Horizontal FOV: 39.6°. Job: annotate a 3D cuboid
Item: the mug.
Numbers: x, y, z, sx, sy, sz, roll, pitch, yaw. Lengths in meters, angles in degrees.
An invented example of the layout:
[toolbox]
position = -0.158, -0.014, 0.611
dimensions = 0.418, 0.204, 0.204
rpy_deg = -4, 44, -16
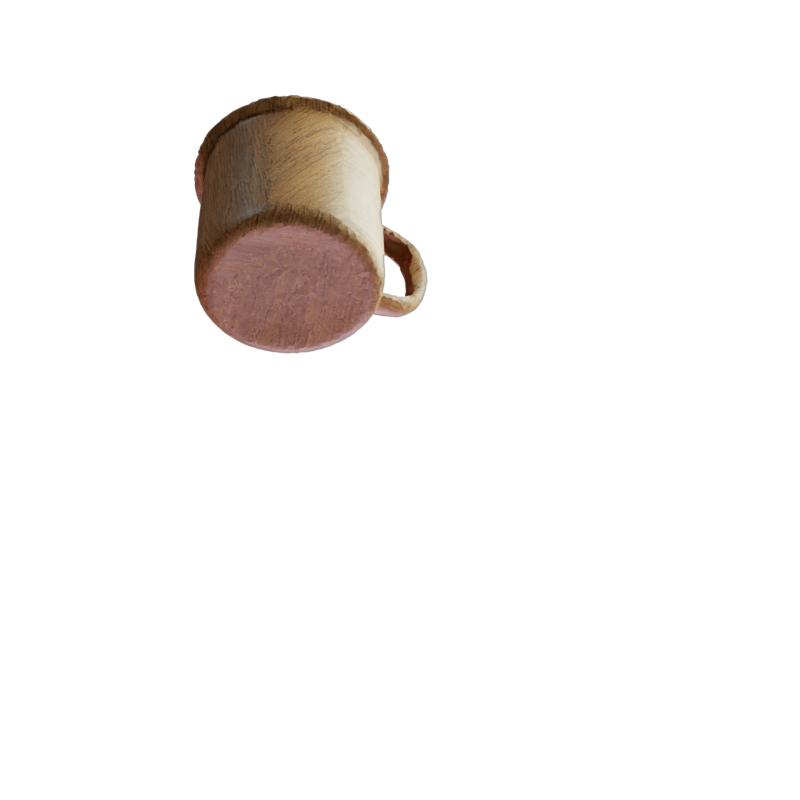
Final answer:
[mug]
position = -0.039, -0.071, 0.500
dimensions = 0.112, 0.087, 0.091
rpy_deg = 25, -53, -22
